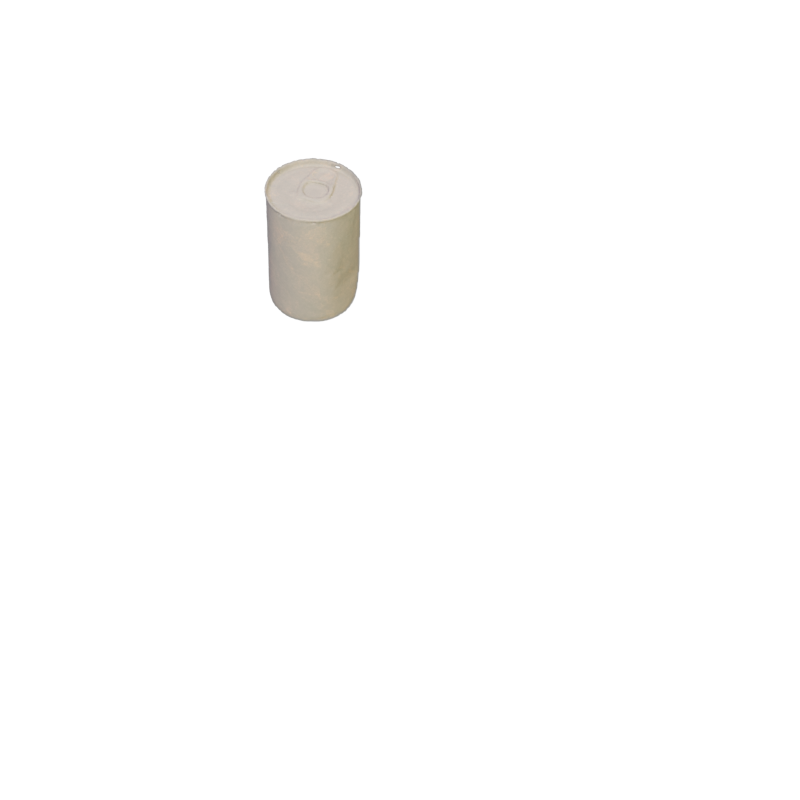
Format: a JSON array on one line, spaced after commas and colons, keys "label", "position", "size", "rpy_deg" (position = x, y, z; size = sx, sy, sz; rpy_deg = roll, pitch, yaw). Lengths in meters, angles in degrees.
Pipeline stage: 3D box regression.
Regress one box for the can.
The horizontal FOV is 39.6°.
[{"label": "can", "position": [-0.063, -0.115, 0.804], "size": [0.068, 0.074, 0.095], "rpy_deg": [0, -43, -3]}]
